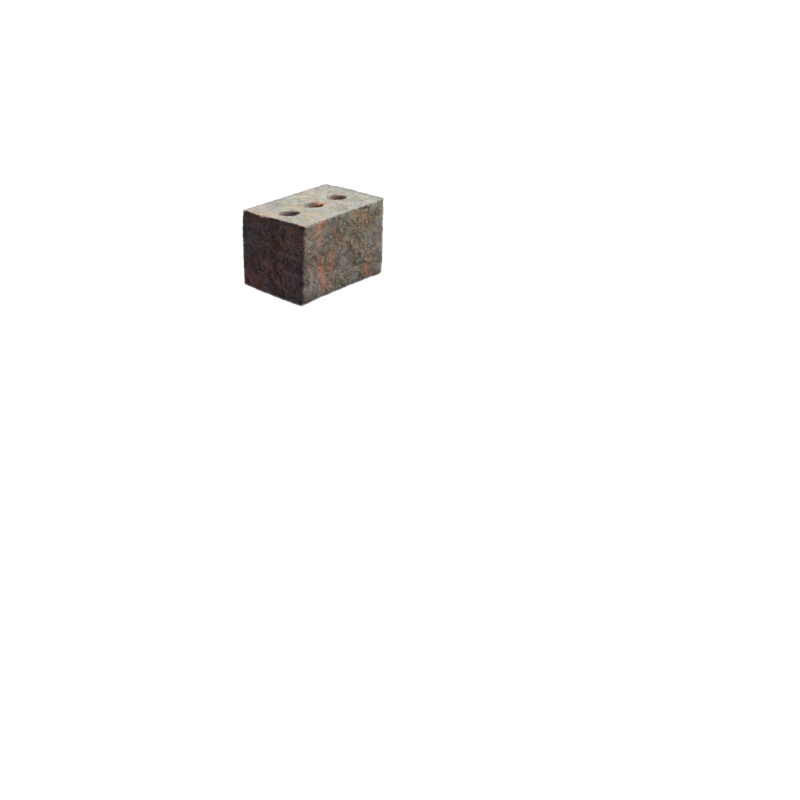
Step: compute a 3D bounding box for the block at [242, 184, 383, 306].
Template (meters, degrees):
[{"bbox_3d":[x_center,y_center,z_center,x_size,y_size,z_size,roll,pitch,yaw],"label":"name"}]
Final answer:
[{"bbox_3d":[-0.055,-0.100,0.697,0.056,0.049,0.077,19,31,35],"label":"block"}]
